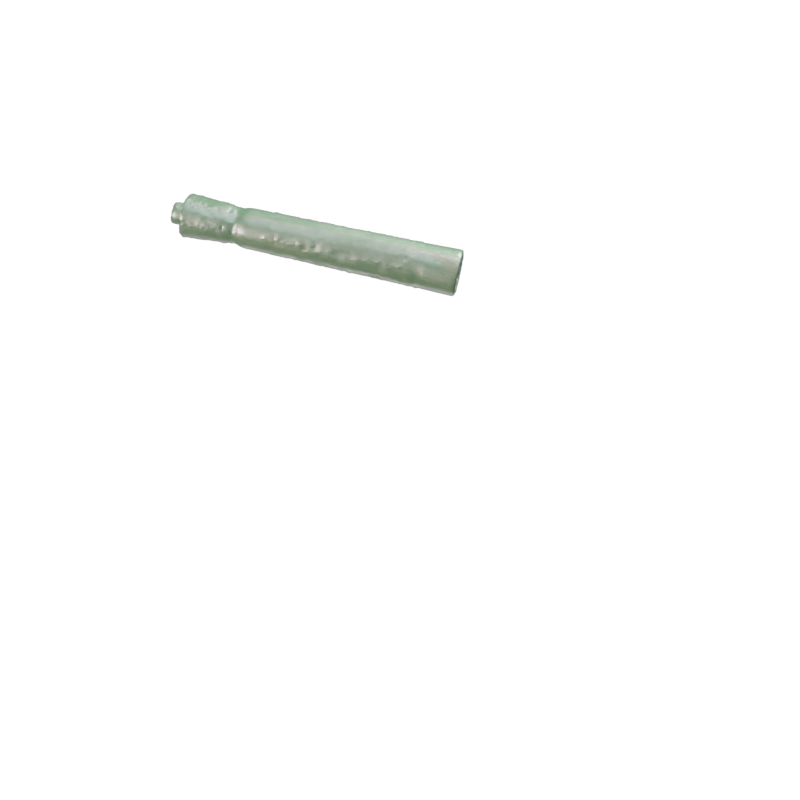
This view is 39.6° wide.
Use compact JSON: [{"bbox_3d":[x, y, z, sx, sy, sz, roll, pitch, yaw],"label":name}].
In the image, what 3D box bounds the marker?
[{"bbox_3d":[-0.035,-0.064,0.452,0.123,0.020,0.020,14,6,11],"label":"marker"}]
